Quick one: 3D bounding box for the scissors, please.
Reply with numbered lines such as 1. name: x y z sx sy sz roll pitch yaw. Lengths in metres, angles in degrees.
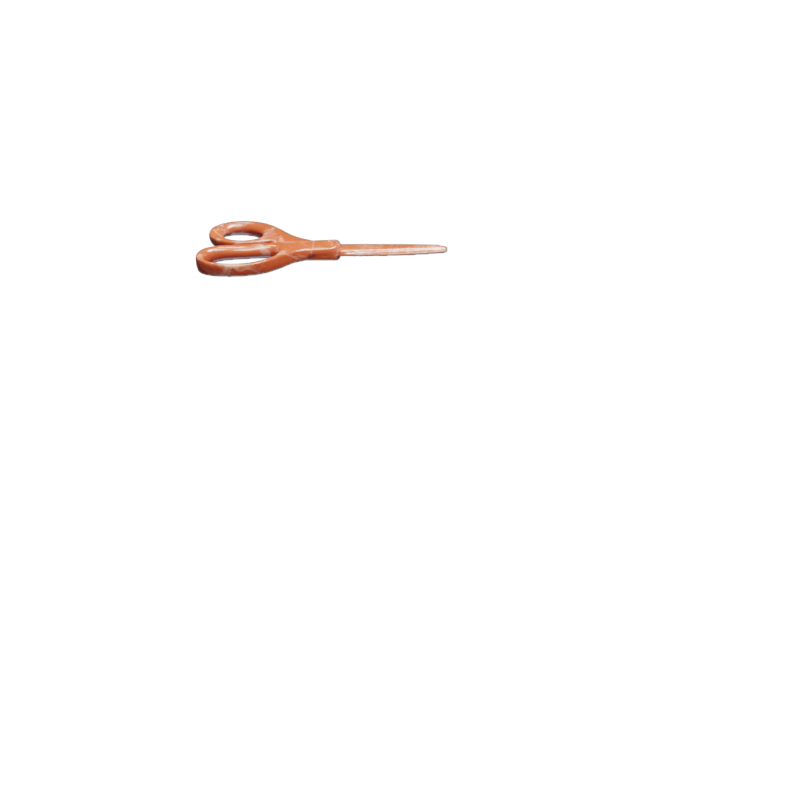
1. scissors: -0.072 -0.131 0.920 0.199 0.015 0.103 -9 32 -15
